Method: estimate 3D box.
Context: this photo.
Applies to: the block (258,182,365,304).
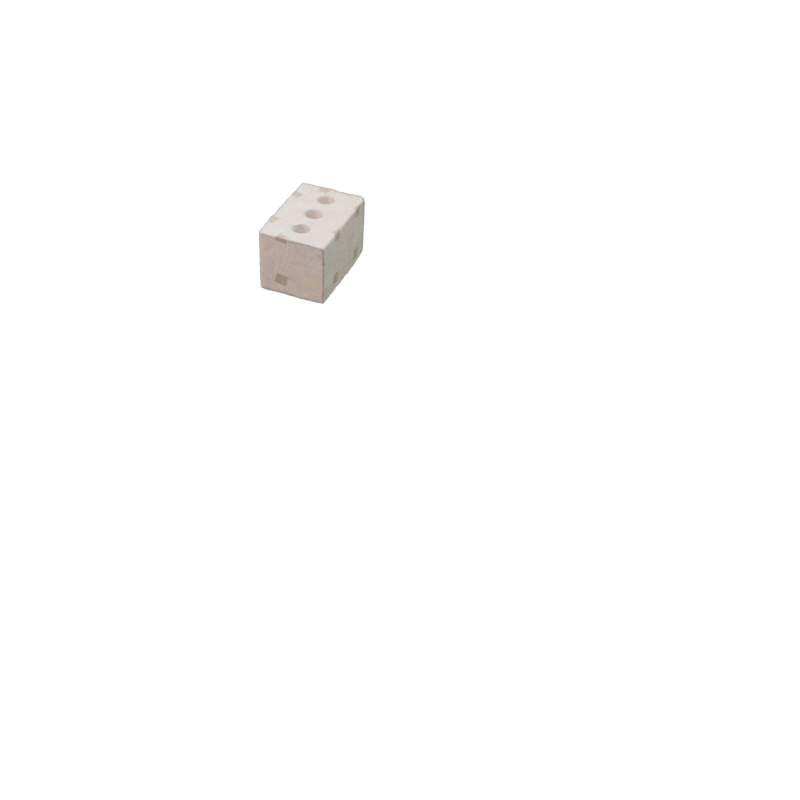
[{"bbox_3d":[-0.064,-0.117,0.820,0.054,0.048,0.081,14,40,16],"label":"block"}]
